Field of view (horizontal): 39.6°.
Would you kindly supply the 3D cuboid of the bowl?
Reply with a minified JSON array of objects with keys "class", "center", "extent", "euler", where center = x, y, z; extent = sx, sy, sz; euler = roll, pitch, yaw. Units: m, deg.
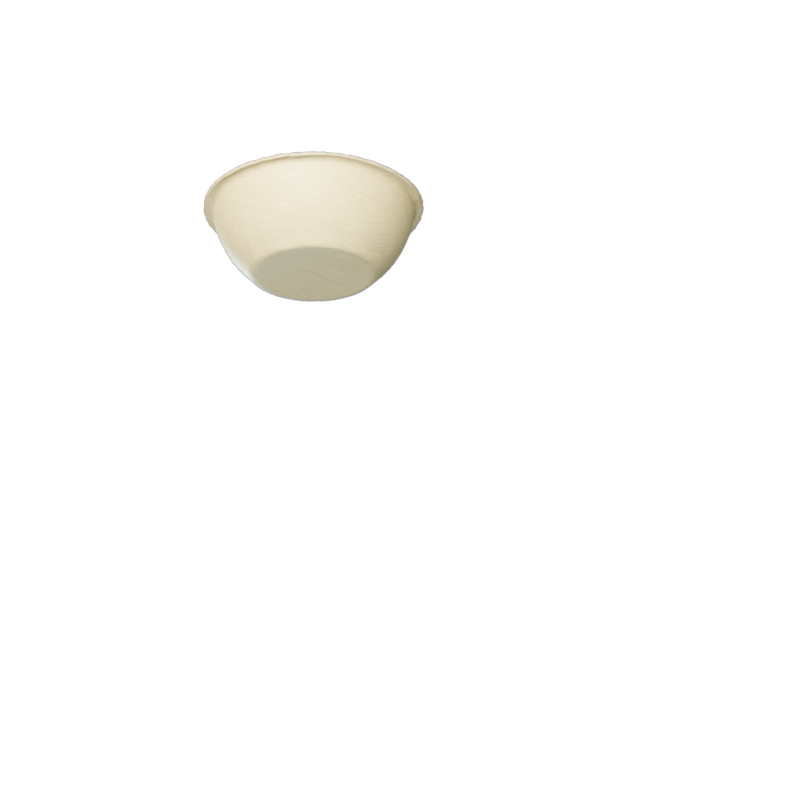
[{"class":"bowl","center":[-0.063,-0.114,0.801],"extent":[0.162,0.058,0.154],"euler":[1,-22,-2]}]
